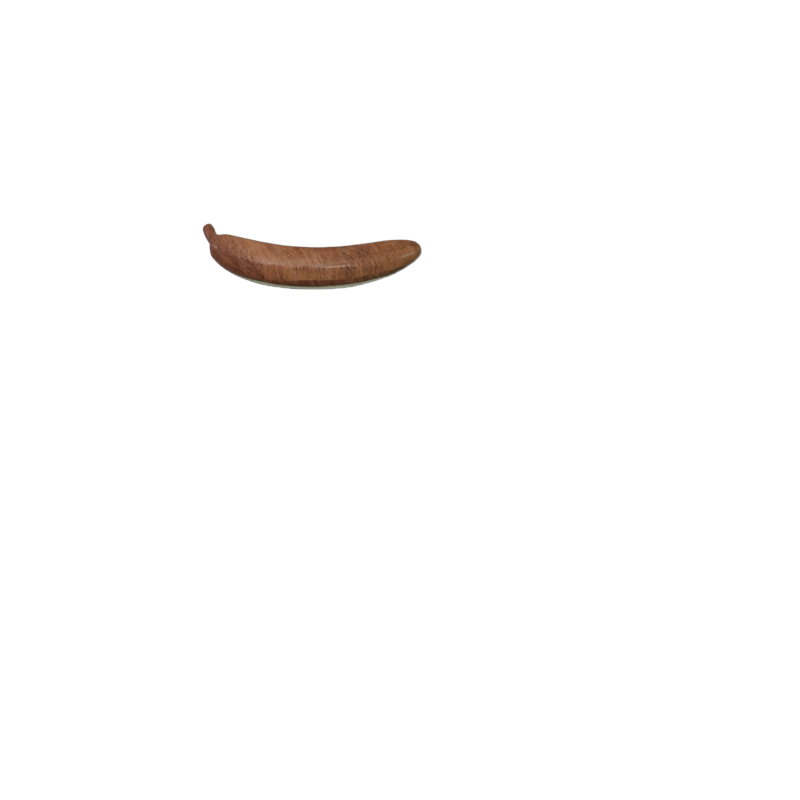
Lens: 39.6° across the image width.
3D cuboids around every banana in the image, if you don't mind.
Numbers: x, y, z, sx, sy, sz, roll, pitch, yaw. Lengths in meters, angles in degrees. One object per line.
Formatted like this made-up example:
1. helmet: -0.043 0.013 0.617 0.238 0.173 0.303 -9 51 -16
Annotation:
1. banana: -0.082 -0.125 0.962 0.200 0.074 0.034 7 -39 6
